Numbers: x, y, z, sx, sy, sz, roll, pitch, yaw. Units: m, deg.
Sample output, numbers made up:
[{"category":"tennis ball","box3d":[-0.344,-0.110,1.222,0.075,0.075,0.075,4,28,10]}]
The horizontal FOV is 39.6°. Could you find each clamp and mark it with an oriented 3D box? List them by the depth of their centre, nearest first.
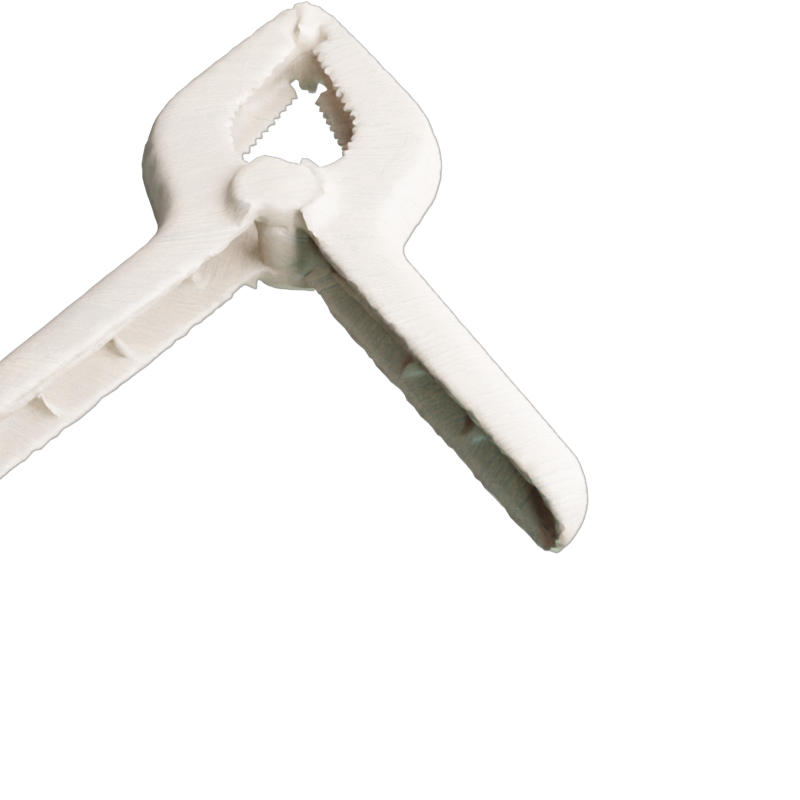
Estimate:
[{"category":"clamp","box3d":[-0.026,-0.047,0.329,0.166,0.223,0.034,7,-41,6]}]
